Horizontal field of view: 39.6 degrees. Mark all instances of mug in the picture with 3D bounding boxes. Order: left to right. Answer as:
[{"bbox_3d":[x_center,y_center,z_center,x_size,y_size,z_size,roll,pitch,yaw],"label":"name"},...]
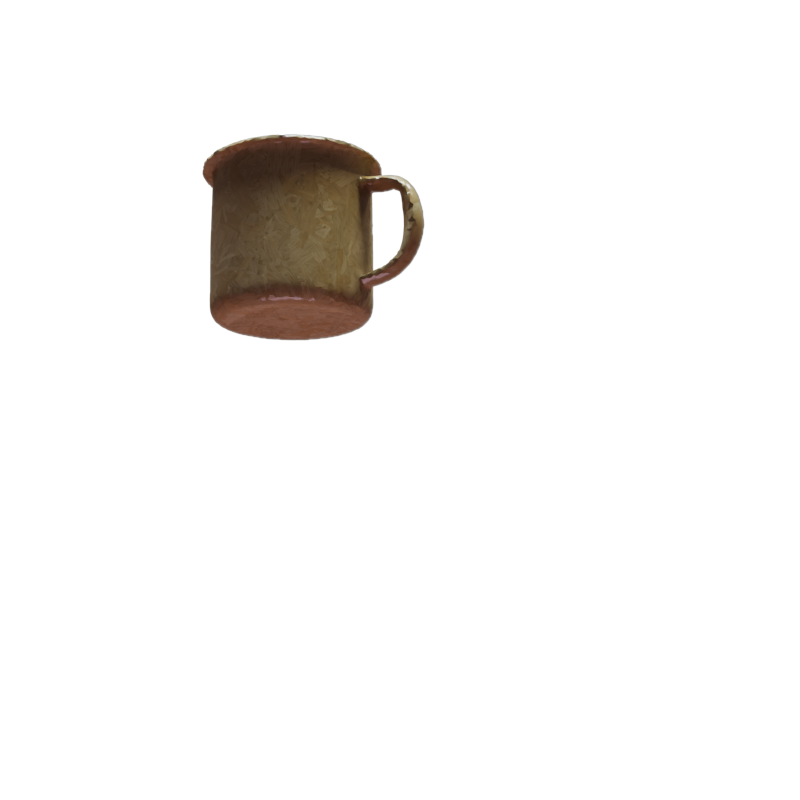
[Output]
[{"bbox_3d":[-0.044,-0.079,0.557,0.119,0.085,0.088,-6,-16,21],"label":"mug"}]
